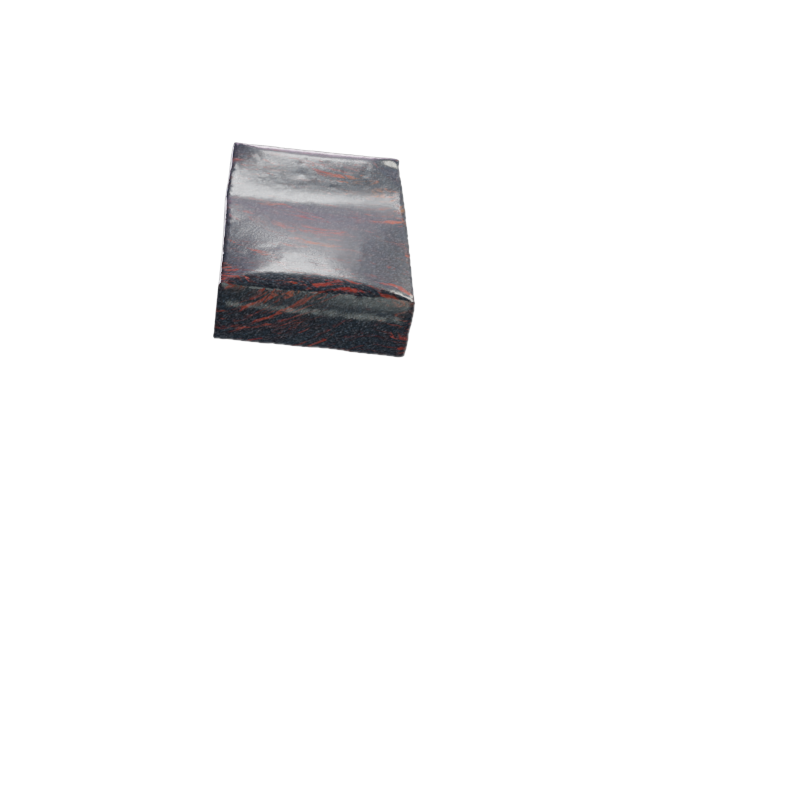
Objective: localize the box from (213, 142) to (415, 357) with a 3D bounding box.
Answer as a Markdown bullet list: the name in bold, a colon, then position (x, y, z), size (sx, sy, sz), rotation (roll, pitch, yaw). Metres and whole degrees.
- **box**: position (-0.077, -0.141, 0.988), size (0.163, 0.067, 0.229), rotation (4, 42, -7)
